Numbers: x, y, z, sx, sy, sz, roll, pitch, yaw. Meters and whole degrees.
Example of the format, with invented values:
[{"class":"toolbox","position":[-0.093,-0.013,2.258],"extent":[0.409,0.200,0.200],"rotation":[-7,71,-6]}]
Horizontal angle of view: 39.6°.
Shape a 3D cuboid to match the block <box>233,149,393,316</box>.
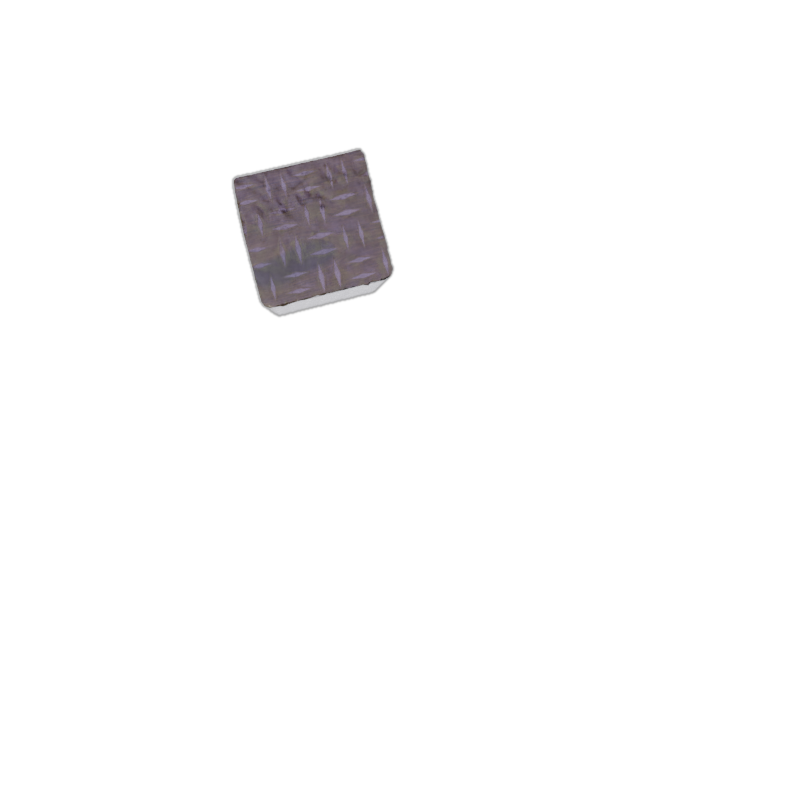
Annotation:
[{"class":"block","position":[-0.064,-0.117,0.822],"extent":[0.090,0.091,0.206],"rotation":[-14,2,-3]}]
